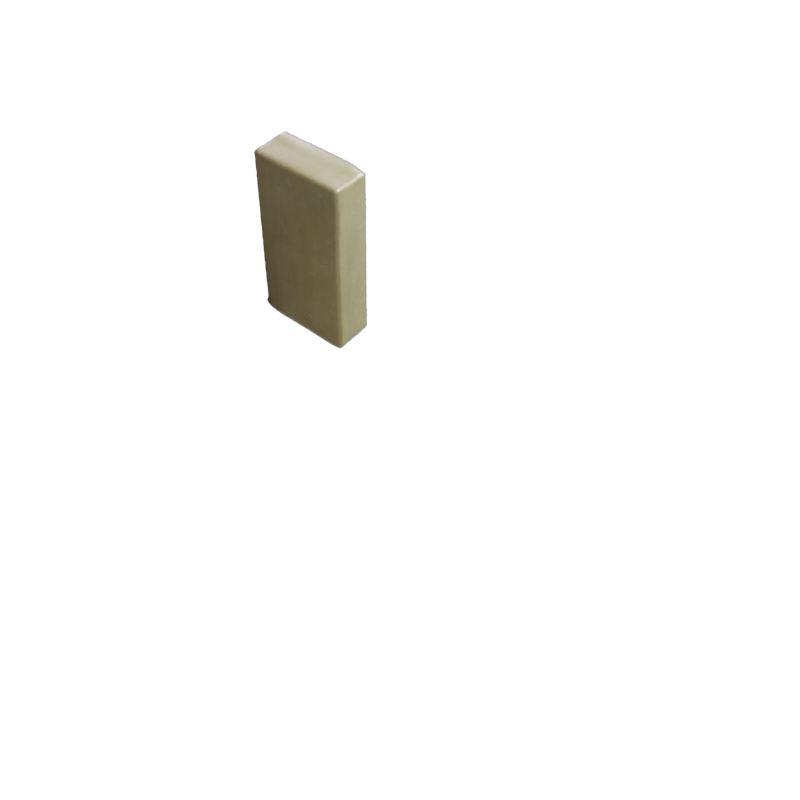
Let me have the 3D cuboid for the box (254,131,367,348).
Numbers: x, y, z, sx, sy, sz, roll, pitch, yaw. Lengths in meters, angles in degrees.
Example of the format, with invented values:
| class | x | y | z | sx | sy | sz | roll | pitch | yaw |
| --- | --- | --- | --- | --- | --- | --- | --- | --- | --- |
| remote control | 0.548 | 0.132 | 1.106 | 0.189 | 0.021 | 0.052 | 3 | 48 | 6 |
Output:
| class | x | y | z | sx | sy | sz | roll | pitch | yaw |
| --- | --- | --- | --- | --- | --- | --- | --- | --- | --- |
| box | -0.074 | -0.136 | 0.955 | 0.099 | 0.164 | 0.048 | 32 | 50 | 28 |
